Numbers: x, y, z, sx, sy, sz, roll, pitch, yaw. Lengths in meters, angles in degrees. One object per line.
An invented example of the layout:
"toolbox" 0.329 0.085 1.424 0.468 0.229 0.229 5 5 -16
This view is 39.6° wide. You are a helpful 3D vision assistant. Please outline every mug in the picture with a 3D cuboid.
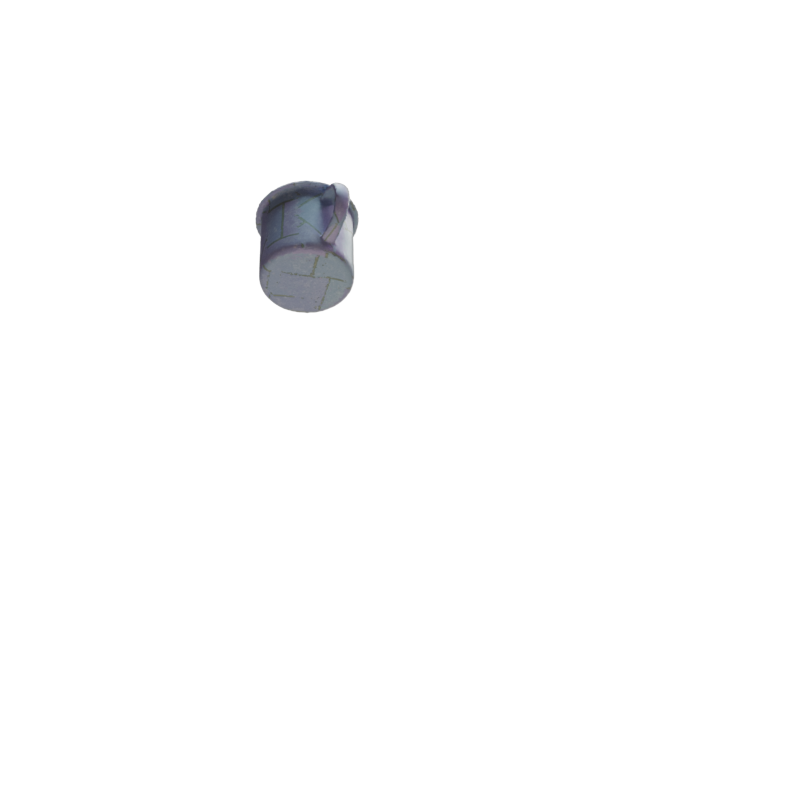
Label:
"mug" -0.075 -0.137 0.963 0.089 0.088 0.114 22 -48 -23
